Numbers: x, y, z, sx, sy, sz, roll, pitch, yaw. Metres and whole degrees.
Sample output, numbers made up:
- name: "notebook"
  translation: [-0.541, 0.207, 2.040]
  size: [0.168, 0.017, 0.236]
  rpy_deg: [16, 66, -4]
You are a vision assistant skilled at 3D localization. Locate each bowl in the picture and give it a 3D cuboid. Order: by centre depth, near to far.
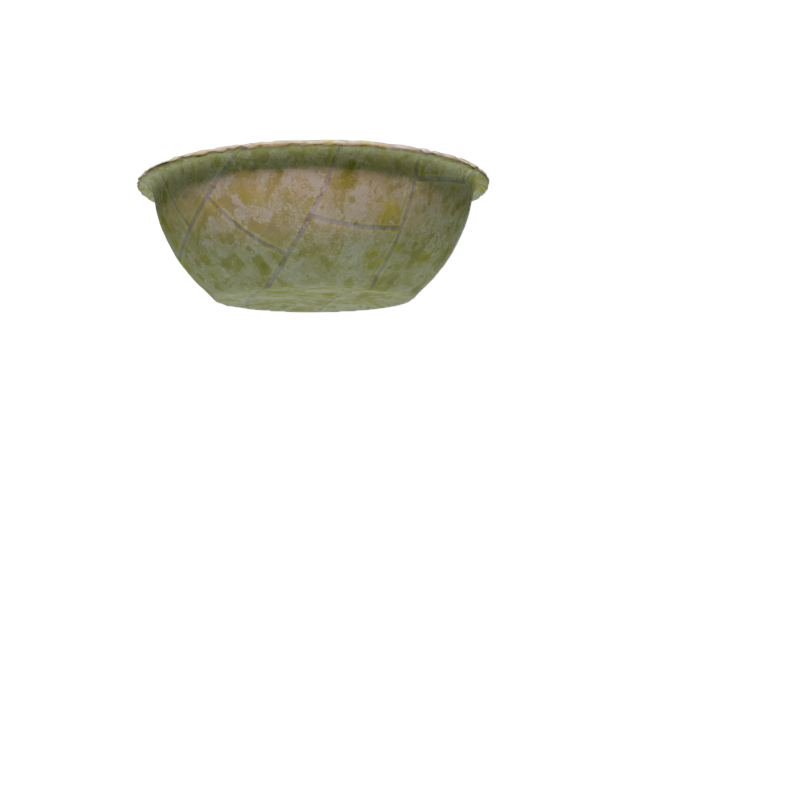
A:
- name: "bowl"
  translation: [-0.040, -0.073, 0.510]
  size: [0.162, 0.056, 0.160]
  rpy_deg: [0, -3, -2]
